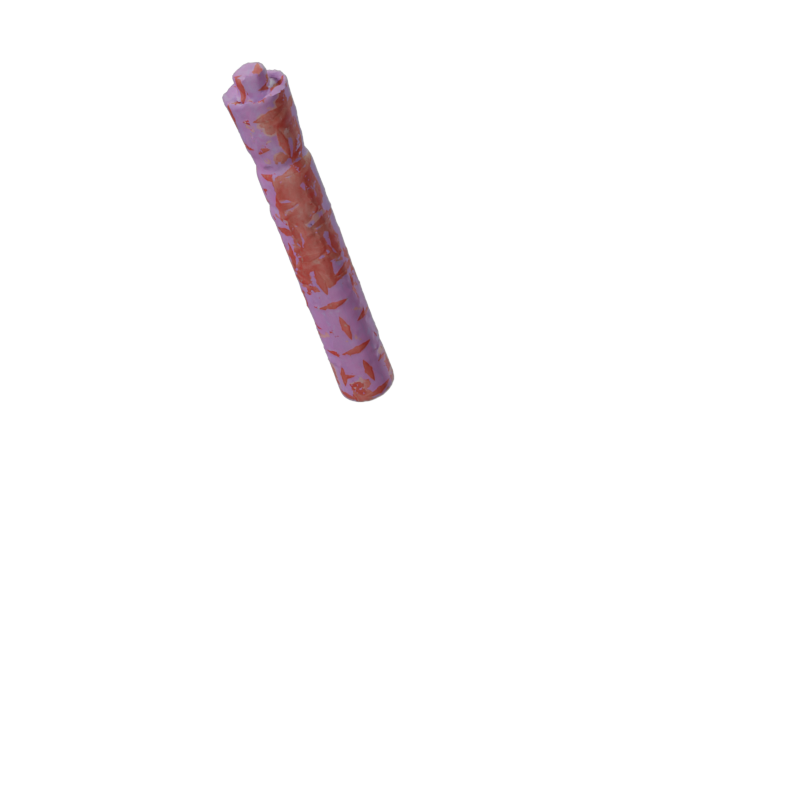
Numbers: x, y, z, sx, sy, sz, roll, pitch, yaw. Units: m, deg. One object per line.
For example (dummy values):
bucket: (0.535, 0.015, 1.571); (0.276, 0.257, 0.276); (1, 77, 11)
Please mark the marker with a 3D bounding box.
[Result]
marker: (-0.026, -0.048, 0.335); (0.020, 0.112, 0.021); (-14, 37, 9)
